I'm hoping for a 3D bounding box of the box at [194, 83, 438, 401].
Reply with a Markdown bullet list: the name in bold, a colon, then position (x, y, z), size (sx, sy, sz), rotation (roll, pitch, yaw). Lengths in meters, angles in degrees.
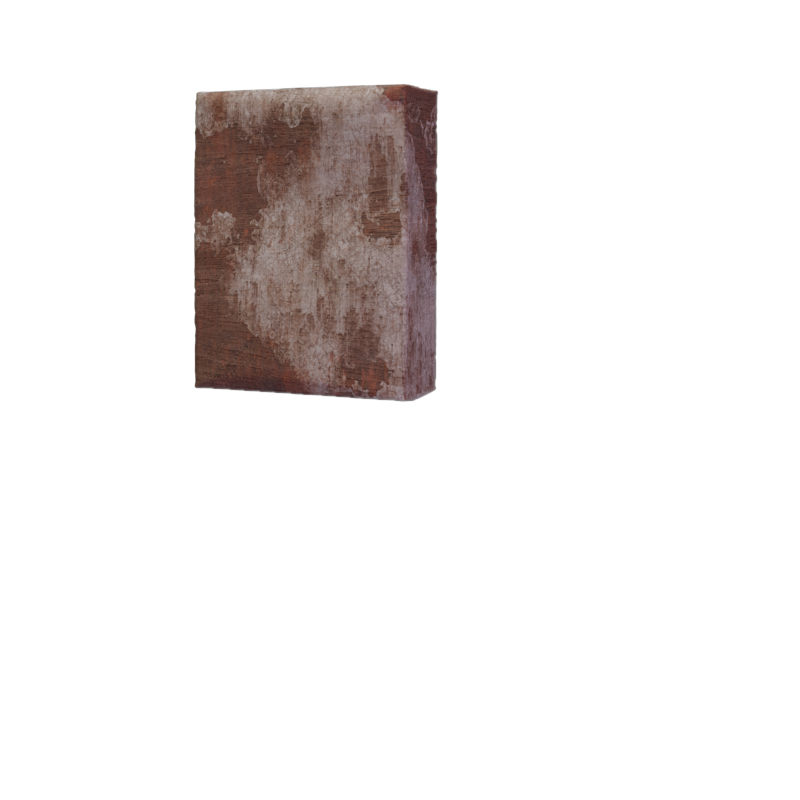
- **box**: position (-0.061, -0.111, 0.780), size (0.169, 0.212, 0.070), rotation (3, 4, 23)
